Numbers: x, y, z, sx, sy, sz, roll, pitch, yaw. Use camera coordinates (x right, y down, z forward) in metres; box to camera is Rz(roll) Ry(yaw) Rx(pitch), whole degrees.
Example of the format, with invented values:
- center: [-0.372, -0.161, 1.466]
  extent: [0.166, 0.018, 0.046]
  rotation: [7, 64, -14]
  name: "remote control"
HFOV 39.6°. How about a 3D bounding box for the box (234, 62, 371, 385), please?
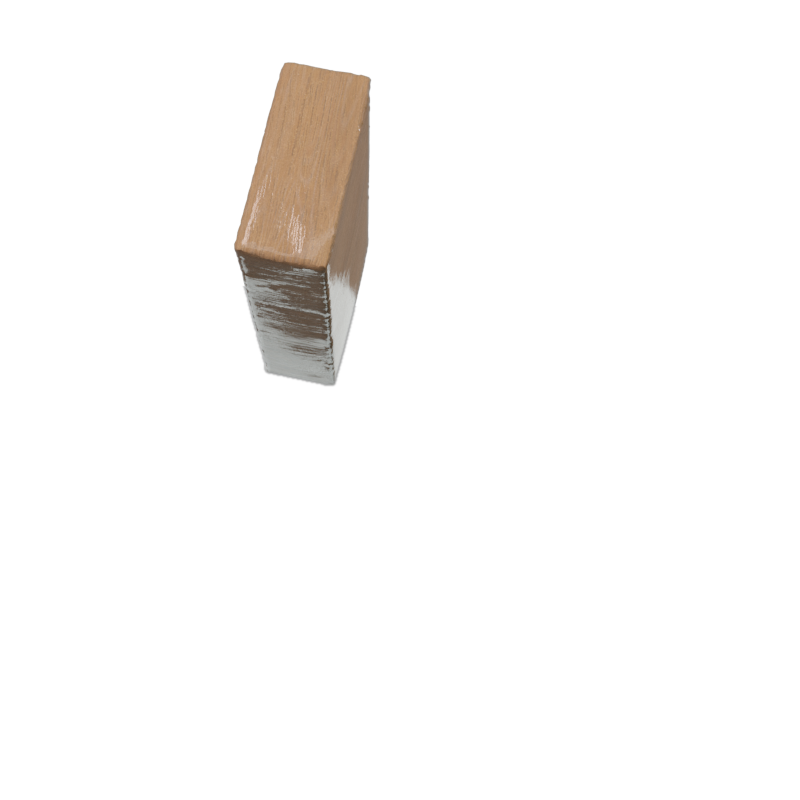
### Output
- center: [-0.042, -0.076, 0.537]
  extent: [0.048, 0.097, 0.169]
  rotation: [12, -16, -1]
  name: "box"
